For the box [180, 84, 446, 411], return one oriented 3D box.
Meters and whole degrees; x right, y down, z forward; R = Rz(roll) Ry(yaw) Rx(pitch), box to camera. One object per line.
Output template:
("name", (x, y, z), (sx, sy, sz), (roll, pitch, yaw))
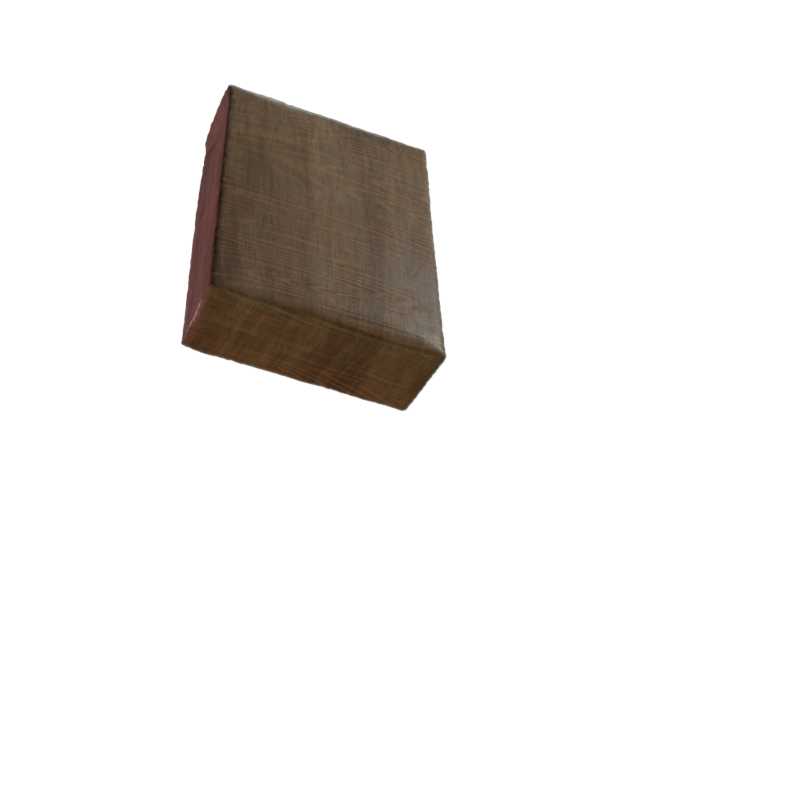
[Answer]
("box", (-0.061, -0.111, 0.780), (0.159, 0.230, 0.069), (15, -46, -18))
